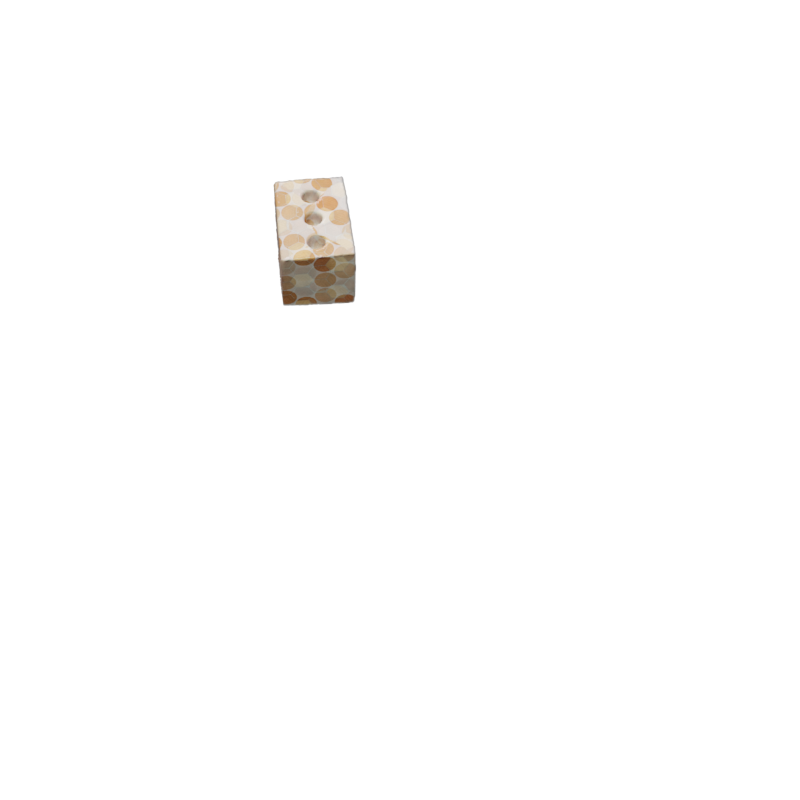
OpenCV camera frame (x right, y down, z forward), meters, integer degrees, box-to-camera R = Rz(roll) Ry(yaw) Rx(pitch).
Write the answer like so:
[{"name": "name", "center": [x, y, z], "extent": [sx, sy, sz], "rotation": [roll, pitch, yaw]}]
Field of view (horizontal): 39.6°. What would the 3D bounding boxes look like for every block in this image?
[{"name": "block", "center": [-0.062, -0.113, 0.794], "extent": [0.052, 0.084, 0.048], "rotation": [-5, -38, -6]}]
